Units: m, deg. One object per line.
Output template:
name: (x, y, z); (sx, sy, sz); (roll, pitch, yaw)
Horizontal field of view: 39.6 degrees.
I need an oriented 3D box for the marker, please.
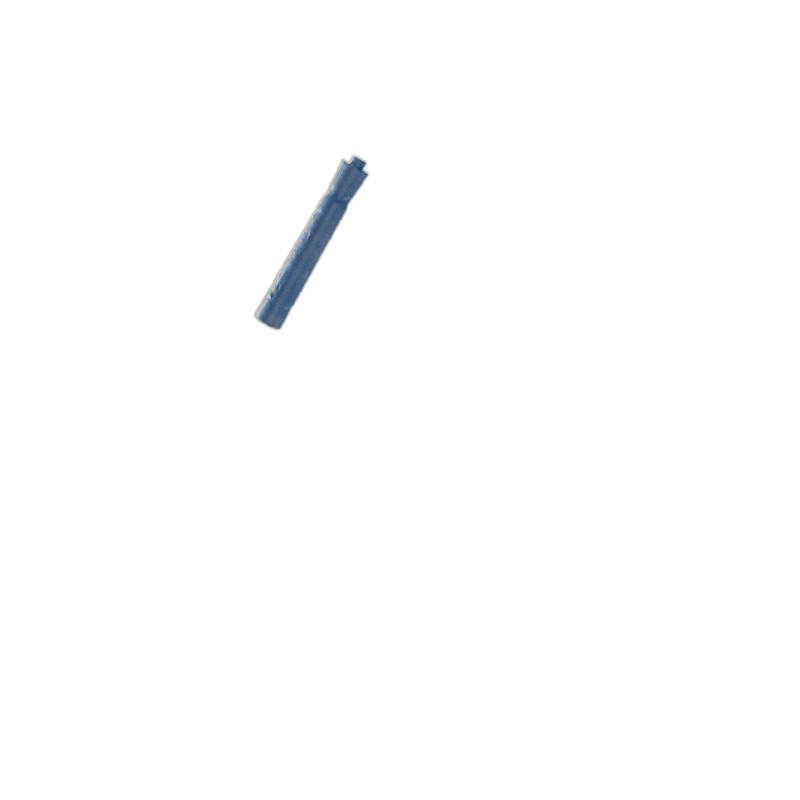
marker: (-0.055, -0.101, 0.708); (0.019, 0.120, 0.020); (30, 5, -7)
